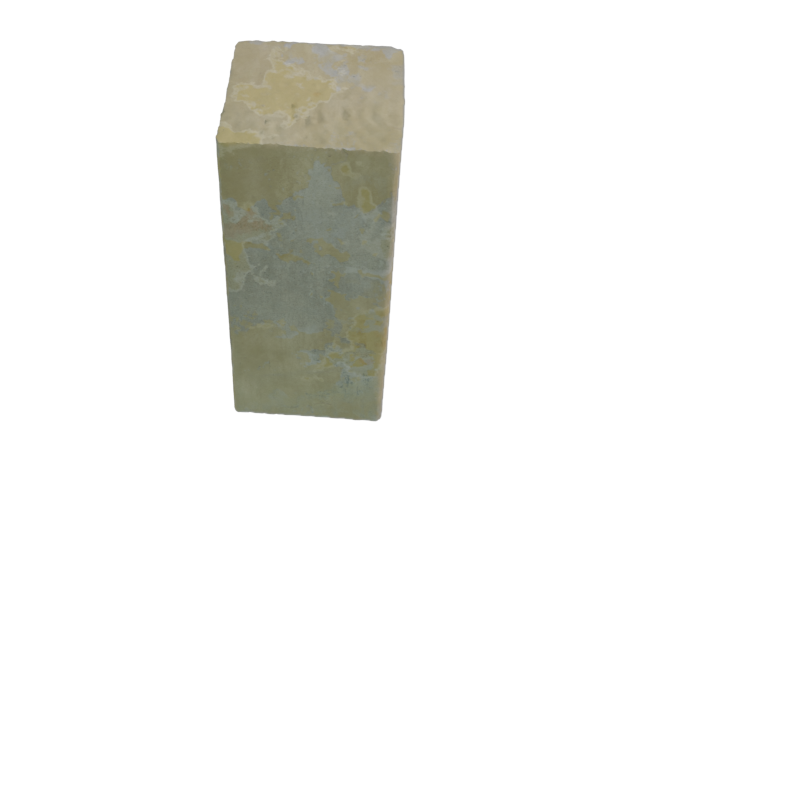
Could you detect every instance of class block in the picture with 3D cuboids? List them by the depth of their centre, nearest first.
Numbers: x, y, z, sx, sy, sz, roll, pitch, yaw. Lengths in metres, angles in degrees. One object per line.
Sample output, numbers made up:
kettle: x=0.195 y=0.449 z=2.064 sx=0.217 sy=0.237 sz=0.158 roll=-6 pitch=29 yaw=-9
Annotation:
block: x=-0.048 y=-0.089 z=0.622 sx=0.091 sy=0.096 sz=0.192 roll=4 pitch=-42 yaw=0
